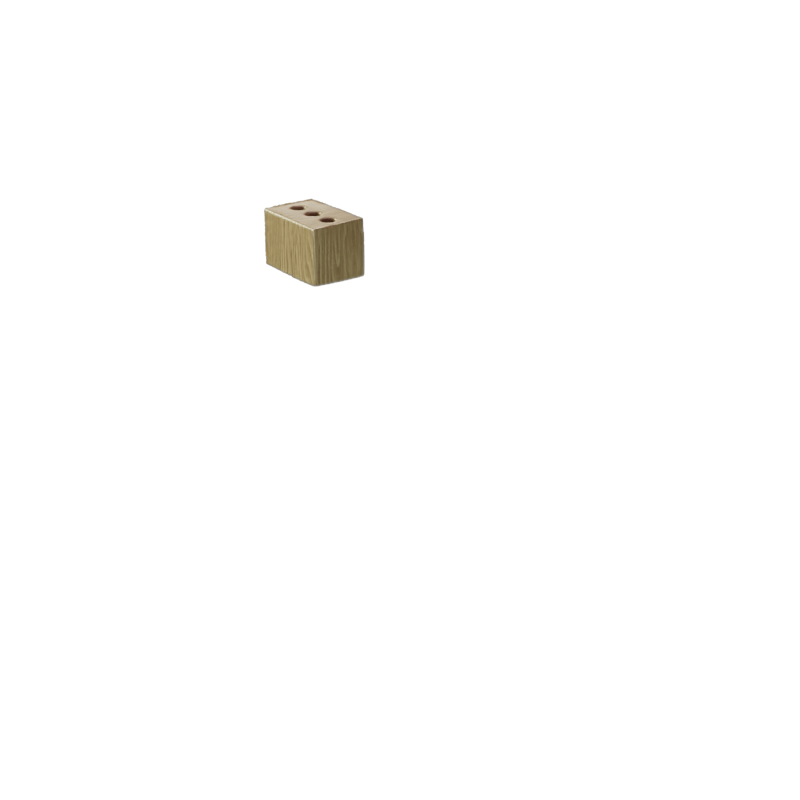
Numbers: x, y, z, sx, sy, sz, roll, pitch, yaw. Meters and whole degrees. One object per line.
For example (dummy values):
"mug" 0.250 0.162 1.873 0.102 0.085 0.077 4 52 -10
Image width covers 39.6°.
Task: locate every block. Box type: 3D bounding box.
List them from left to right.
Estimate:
"block" -0.074 -0.134 0.941 0.052 0.049 0.083 -15 28 -35
